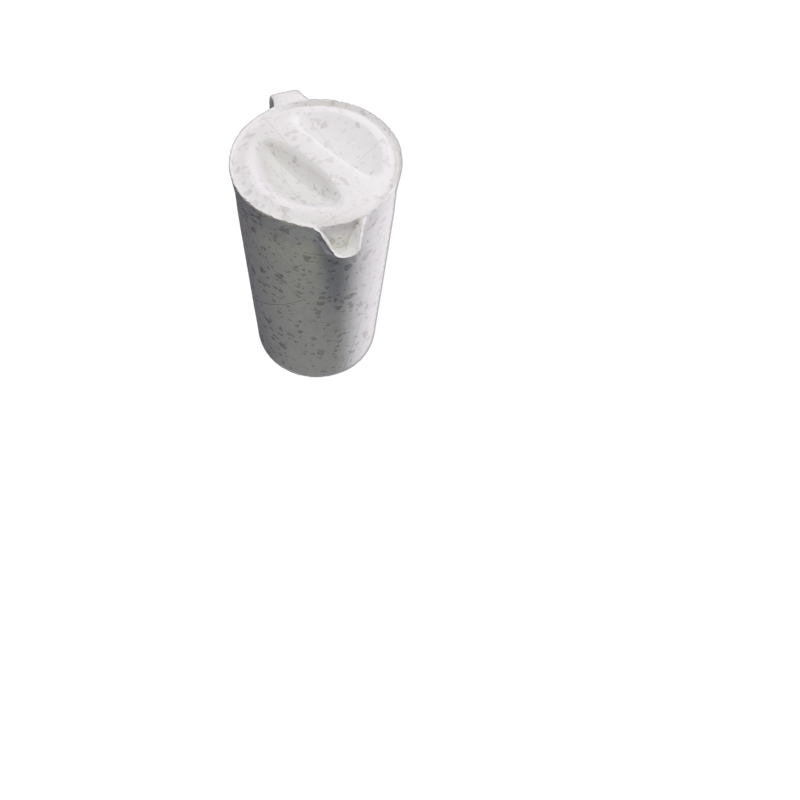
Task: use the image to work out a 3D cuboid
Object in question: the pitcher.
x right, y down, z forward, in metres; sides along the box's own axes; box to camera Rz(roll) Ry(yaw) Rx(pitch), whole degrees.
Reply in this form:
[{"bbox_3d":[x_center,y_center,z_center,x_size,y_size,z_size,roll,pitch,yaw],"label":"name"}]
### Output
[{"bbox_3d":[-0.074,-0.134,0.942,0.149,0.155,0.227,23,-32,12],"label":"pitcher"}]
